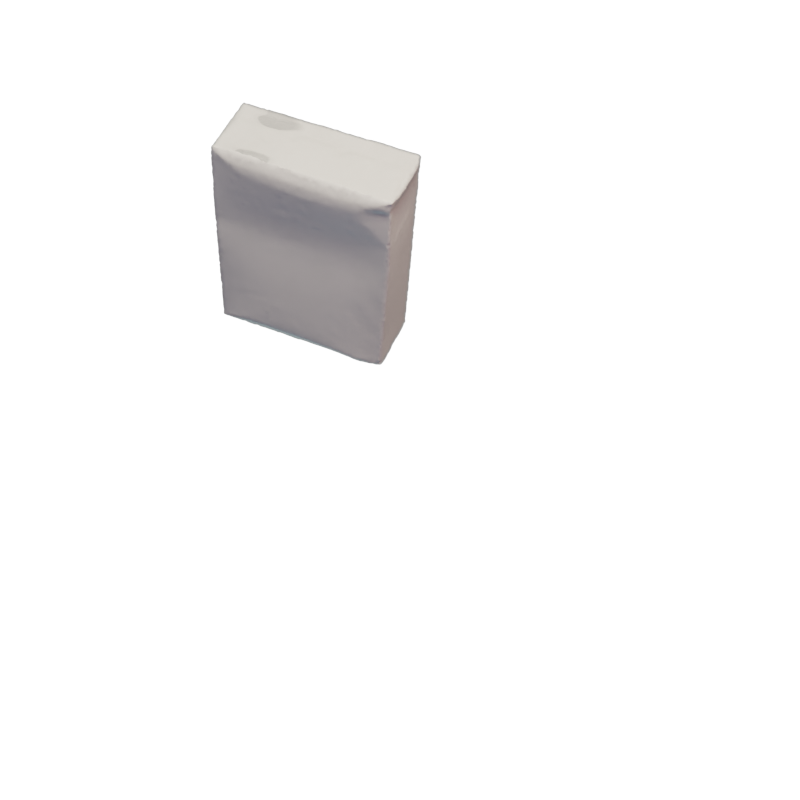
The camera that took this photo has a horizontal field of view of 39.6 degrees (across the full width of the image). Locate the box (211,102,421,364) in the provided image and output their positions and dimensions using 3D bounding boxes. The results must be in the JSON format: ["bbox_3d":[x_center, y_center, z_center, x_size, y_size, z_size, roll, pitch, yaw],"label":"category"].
[{"bbox_3d":[-0.076,-0.139,0.971,0.169,0.075,0.199,20,-37,13],"label":"box"}]
